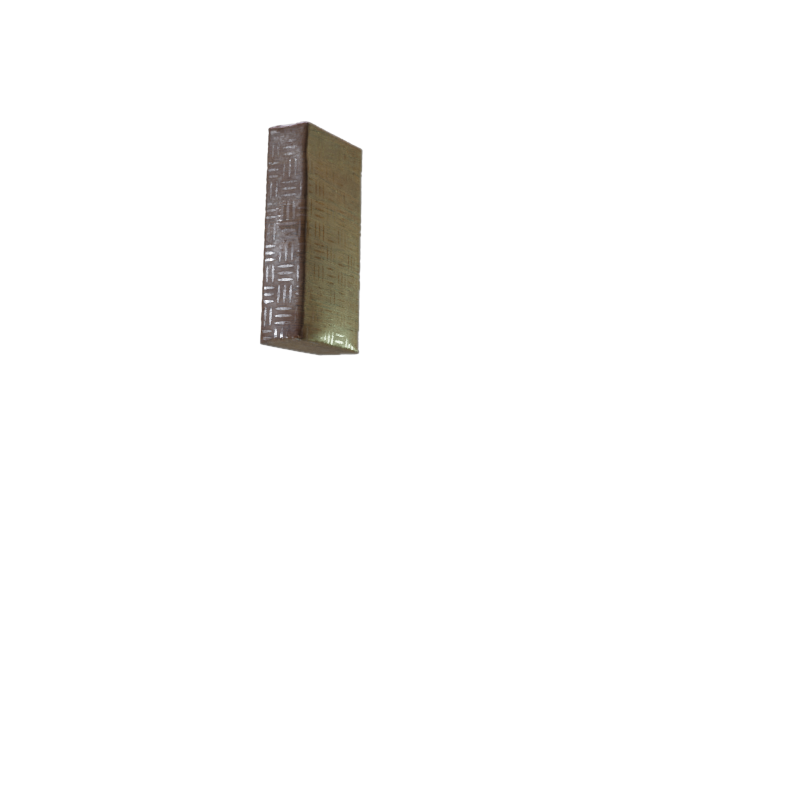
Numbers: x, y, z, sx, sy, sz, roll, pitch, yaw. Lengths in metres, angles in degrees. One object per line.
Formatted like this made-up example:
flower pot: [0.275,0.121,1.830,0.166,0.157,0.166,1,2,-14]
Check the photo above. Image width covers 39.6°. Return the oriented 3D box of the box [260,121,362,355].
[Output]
box: [-0.071,-0.129,0.901,0.049,0.182,0.088,-8,-13,28]
